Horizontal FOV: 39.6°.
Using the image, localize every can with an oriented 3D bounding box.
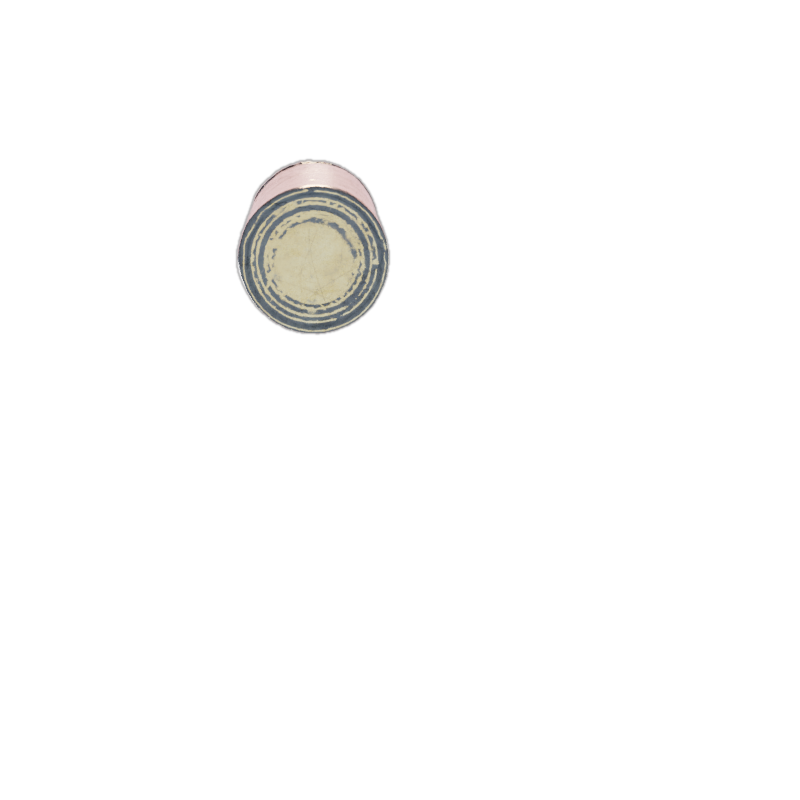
[{"bbox_3d":[-0.042,-0.076,0.530,0.068,0.067,0.106,0,15,-3],"label":"can"}]
